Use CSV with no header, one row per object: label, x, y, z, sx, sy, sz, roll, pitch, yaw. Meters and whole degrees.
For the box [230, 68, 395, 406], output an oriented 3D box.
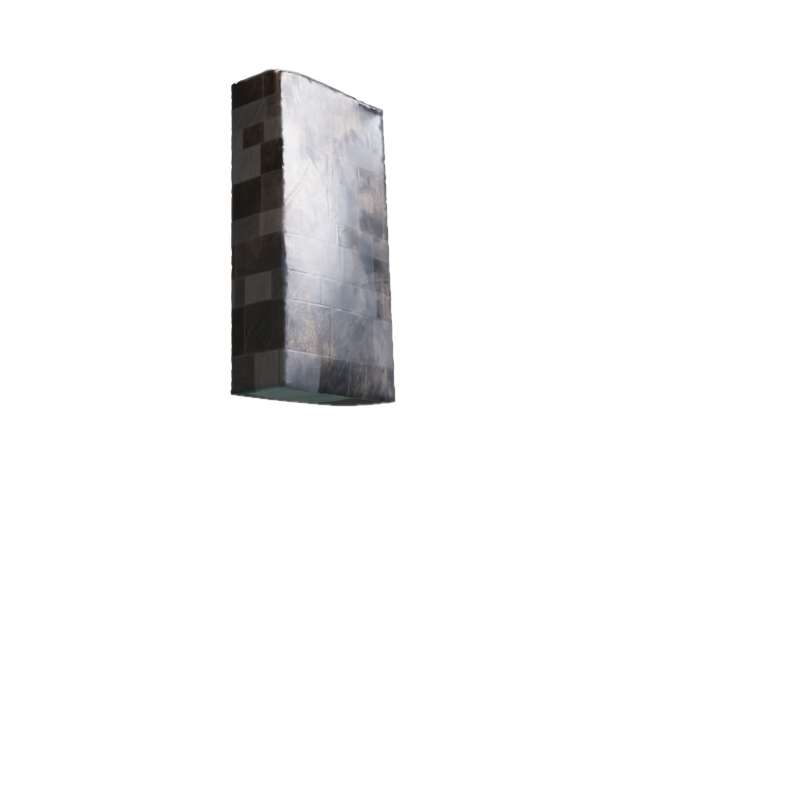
box,-0.048,-0.088,0.615,0.049,0.182,0.088,-12,-17,39
